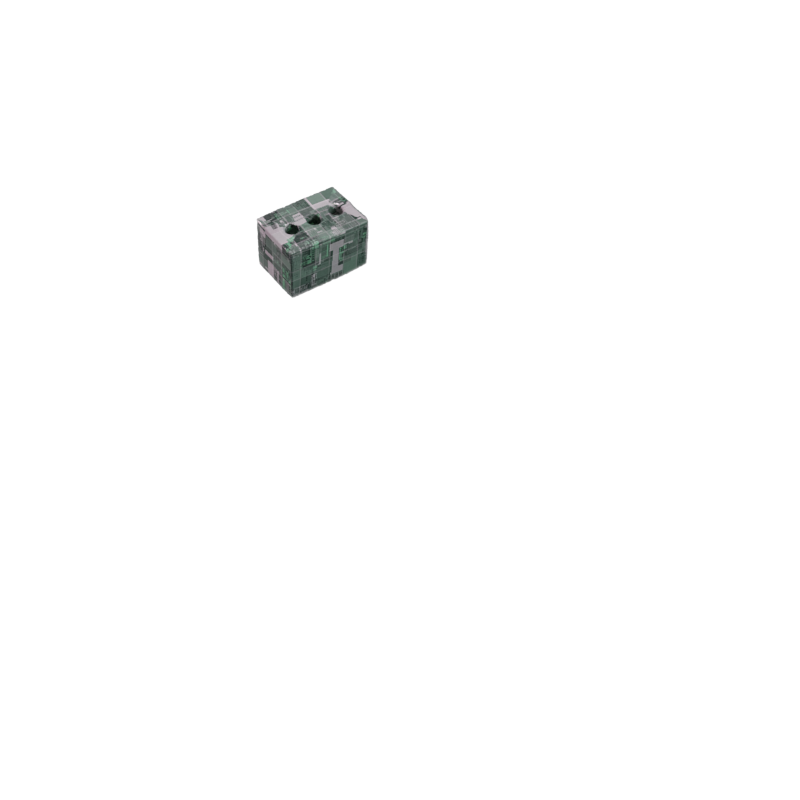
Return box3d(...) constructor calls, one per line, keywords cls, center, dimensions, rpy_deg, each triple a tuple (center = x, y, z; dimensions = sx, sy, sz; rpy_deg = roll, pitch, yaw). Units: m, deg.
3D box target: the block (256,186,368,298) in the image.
box3d(cls="block", center=(-0.071, -0.130, 0.912), dimensions=(0.078, 0.048, 0.057), rpy_deg=(-27, 53, -25))
